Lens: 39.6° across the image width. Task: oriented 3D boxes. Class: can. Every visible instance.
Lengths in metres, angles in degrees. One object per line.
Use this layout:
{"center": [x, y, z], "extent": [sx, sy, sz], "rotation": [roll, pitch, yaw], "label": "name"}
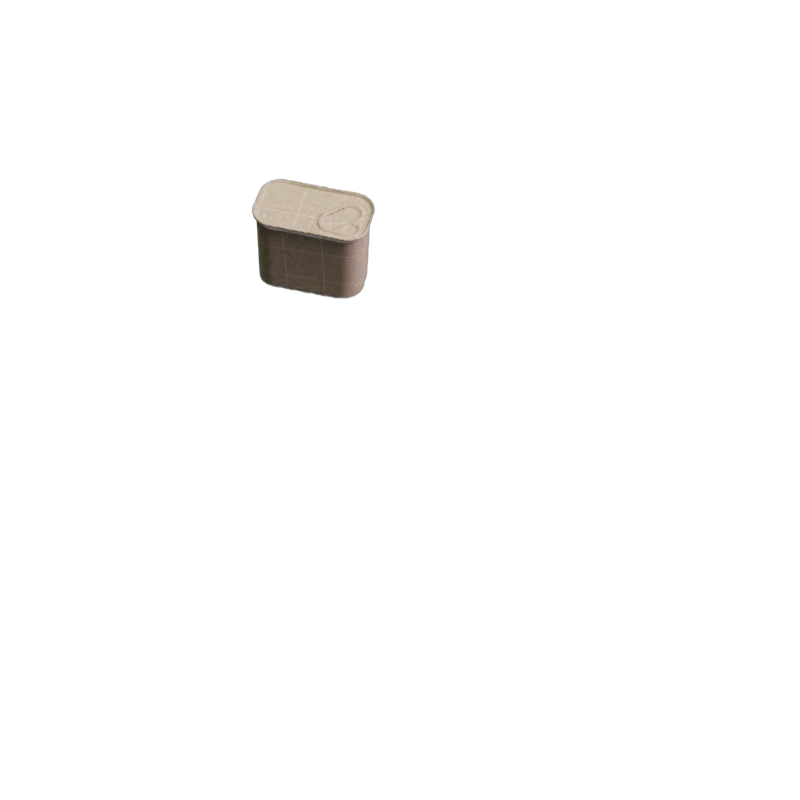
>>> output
{"center": [-0.076, -0.139, 0.971], "extent": [0.104, 0.061, 0.078], "rotation": [12, -39, 8], "label": "can"}
